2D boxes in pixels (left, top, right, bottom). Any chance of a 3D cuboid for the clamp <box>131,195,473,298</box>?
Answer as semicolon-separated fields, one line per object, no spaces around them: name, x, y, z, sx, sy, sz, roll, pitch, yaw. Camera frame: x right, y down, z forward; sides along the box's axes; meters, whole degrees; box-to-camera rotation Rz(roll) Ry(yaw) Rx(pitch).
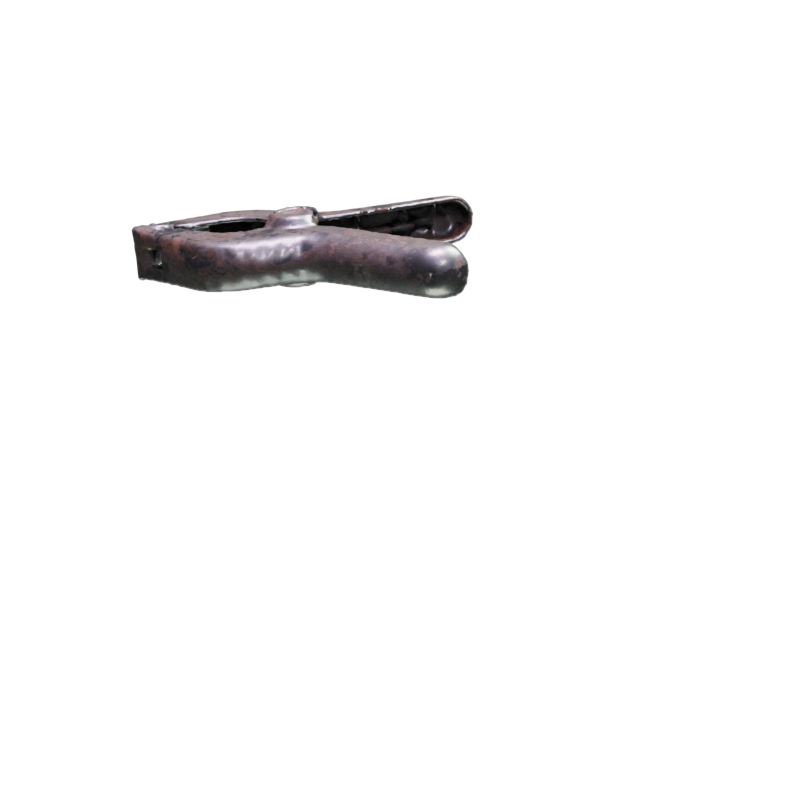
clamp;-0.043;-0.078;0.547;0.175;0.038;0.121;5;16;16
